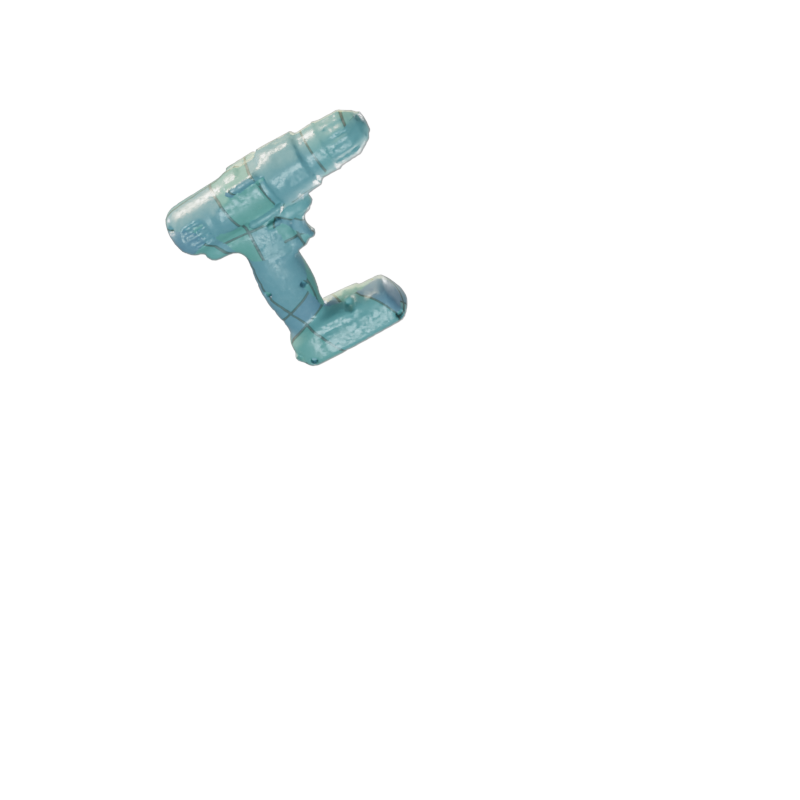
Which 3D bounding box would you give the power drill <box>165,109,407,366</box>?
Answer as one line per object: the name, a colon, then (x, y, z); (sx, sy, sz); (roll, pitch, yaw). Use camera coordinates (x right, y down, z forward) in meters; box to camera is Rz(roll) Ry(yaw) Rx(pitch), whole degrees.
power drill: (-0.072, -0.131, 0.915); (0.184, 0.176, 0.061); (-28, 27, 15)
